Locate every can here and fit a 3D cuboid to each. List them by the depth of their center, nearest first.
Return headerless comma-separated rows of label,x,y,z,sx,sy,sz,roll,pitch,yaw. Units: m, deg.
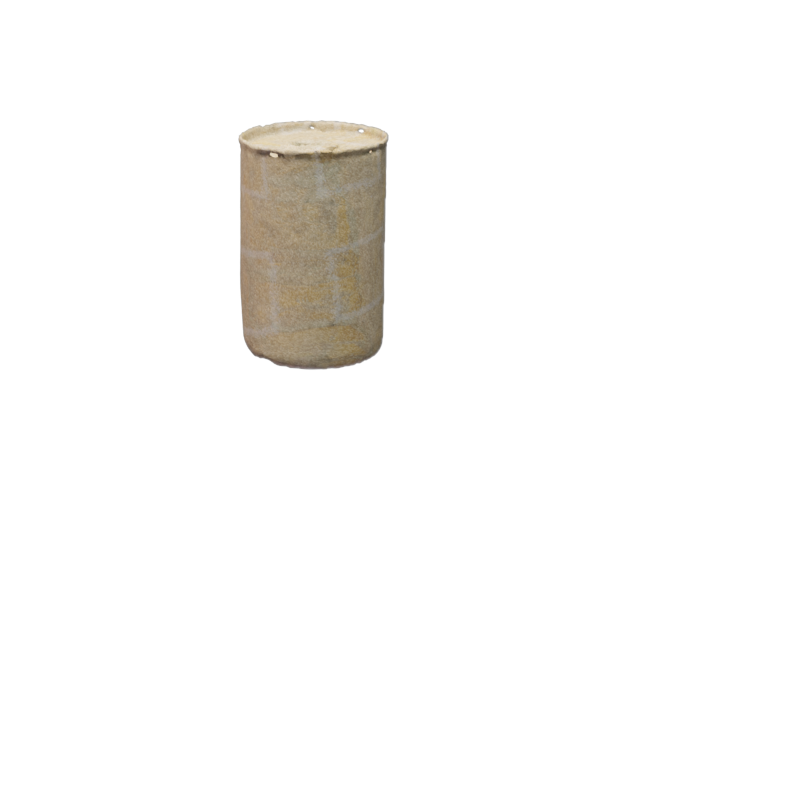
can,-0.040,-0.074,0.515,0.068,0.098,0.072,0,19,-2
